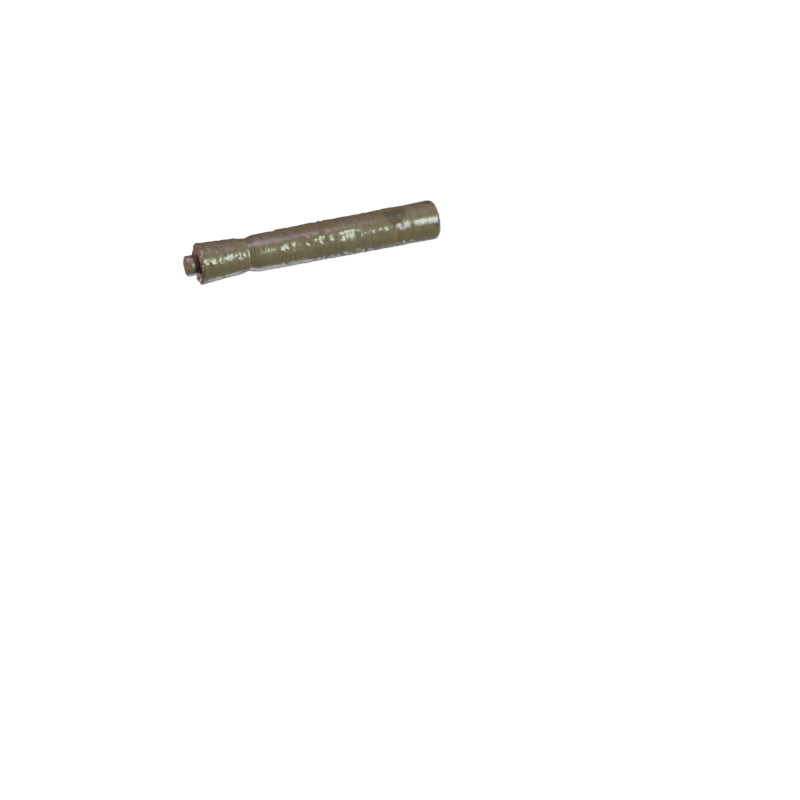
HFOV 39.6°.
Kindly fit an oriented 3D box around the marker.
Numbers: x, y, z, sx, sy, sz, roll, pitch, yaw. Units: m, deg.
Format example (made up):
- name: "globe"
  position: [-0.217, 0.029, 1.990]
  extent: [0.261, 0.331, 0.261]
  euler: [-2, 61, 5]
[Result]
- name: "marker"
  position: [-0.040, -0.072, 0.506]
  extent: [0.119, 0.019, 0.020]
  euler: [-13, 8, -18]
